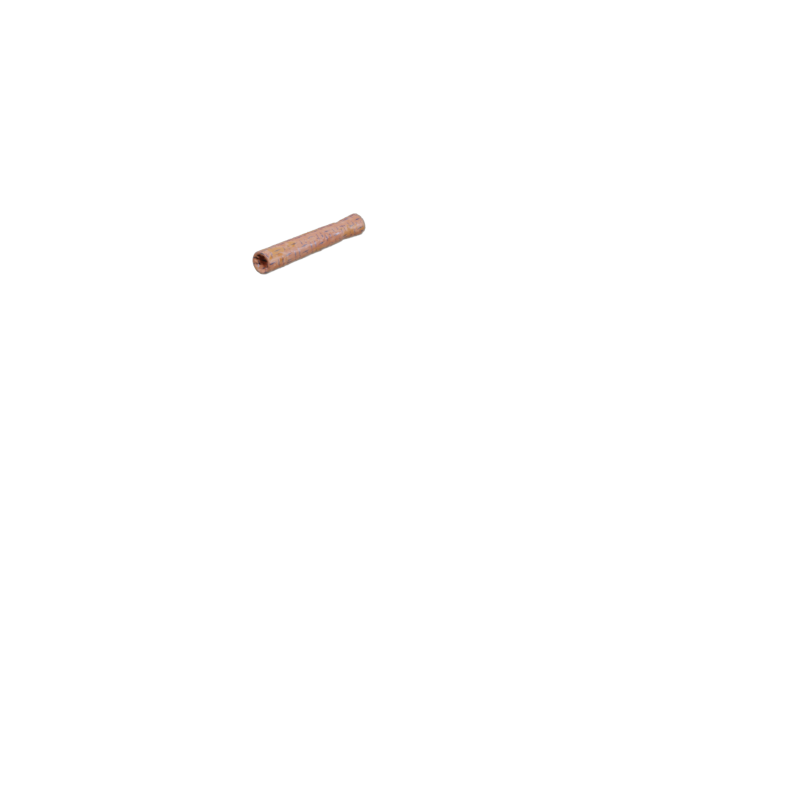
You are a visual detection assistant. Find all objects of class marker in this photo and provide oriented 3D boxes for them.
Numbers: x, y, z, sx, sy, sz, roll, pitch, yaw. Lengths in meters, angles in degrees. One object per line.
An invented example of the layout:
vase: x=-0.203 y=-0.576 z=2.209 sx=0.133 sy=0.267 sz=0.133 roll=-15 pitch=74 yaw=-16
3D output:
marker: x=-0.069 y=-0.126 z=0.879 sx=0.021 sy=0.019 sz=0.120 roll=3 pitch=23 yaw=40
